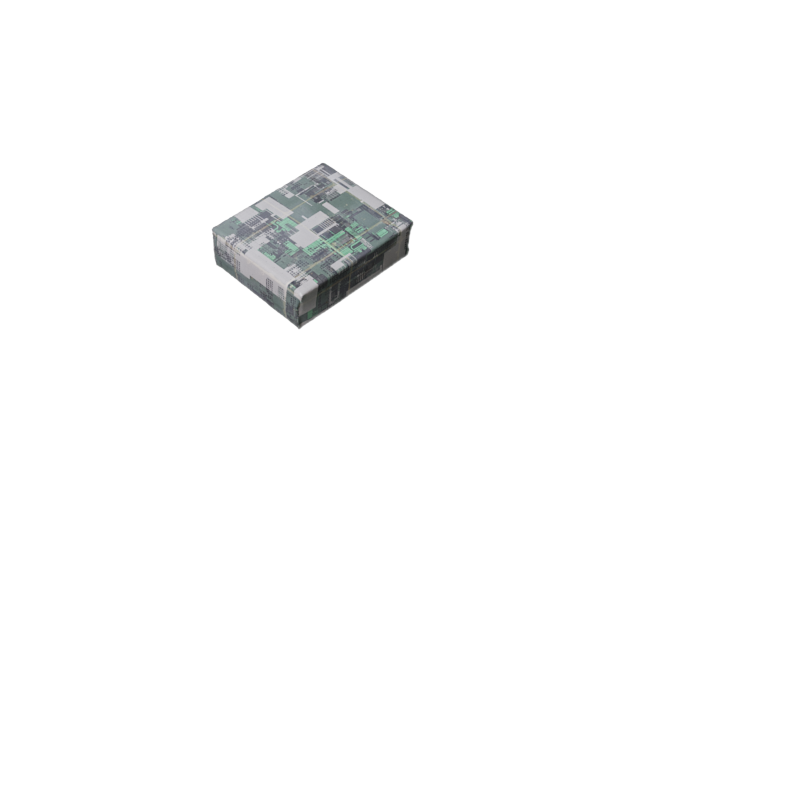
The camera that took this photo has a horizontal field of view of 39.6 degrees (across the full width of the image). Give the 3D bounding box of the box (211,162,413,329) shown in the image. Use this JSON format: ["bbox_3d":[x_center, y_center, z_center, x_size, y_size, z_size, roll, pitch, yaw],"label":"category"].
[{"bbox_3d":[-0.061,-0.111,0.777,0.096,0.036,0.114,35,56,27],"label":"box"}]
